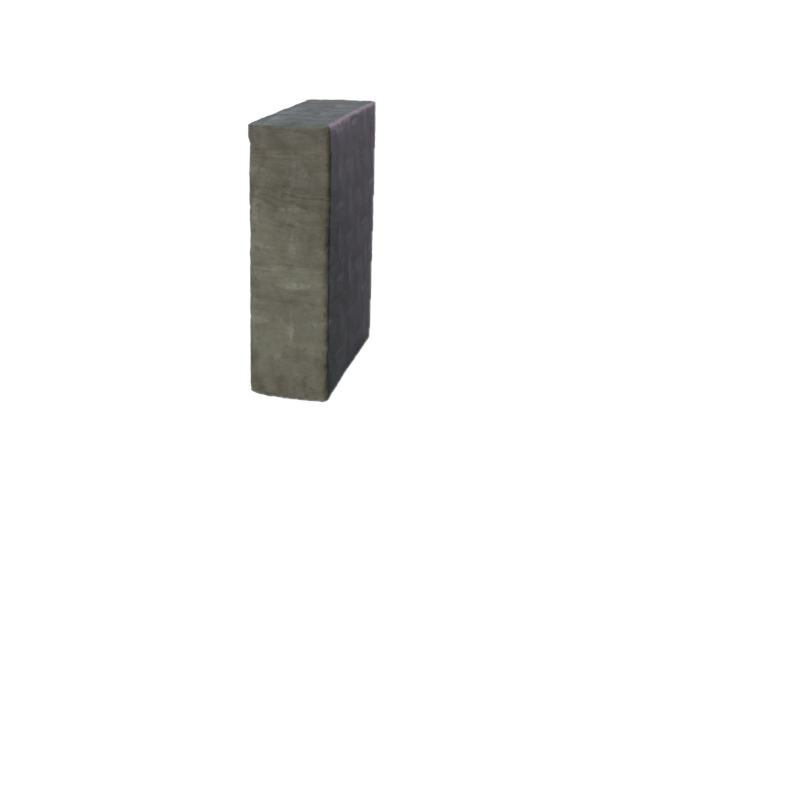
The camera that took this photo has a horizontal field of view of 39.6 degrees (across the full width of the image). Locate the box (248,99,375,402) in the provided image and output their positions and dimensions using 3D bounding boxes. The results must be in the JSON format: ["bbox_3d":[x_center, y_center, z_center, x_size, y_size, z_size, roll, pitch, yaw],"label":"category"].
[{"bbox_3d":[-0.070,-0.128,0.897,0.073,0.206,0.167,4,17,10],"label":"box"}]
